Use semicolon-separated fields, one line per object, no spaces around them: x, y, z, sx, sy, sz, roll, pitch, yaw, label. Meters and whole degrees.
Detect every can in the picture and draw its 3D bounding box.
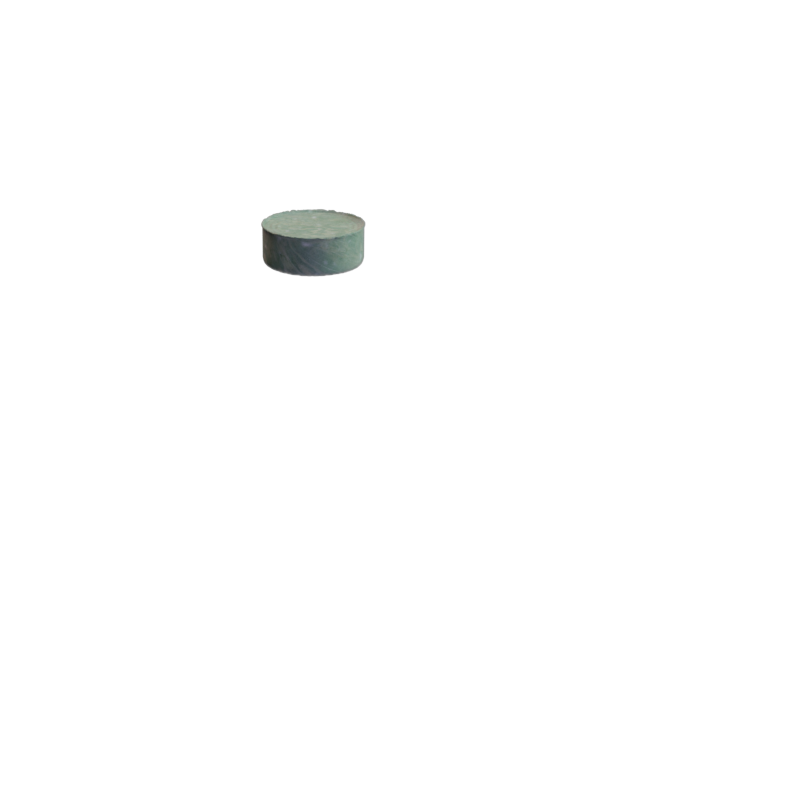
-0.072;-0.131;0.916;0.086;0.032;0.090;-1;23;-2;can
